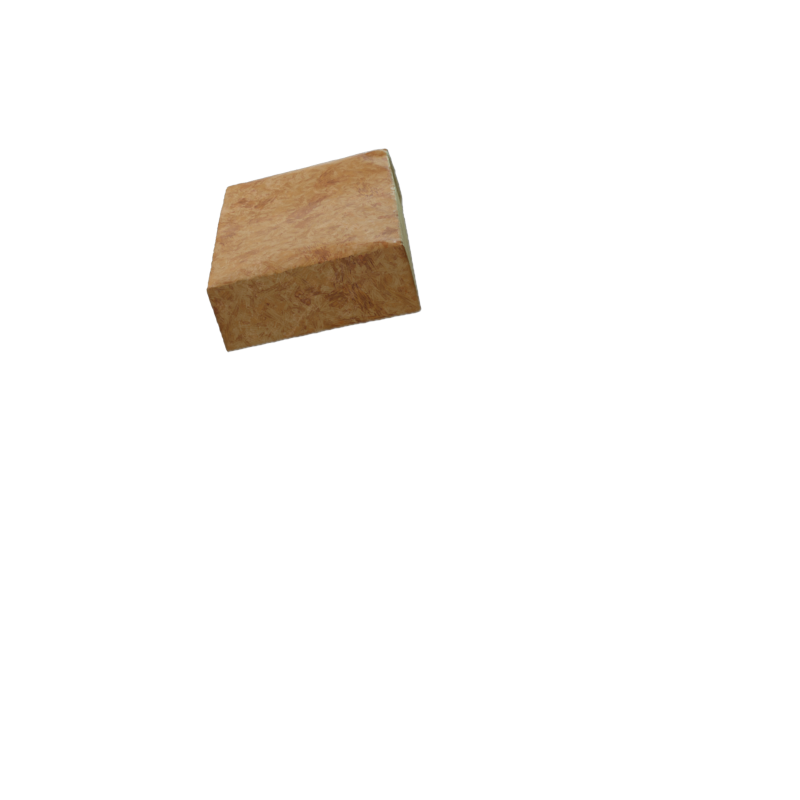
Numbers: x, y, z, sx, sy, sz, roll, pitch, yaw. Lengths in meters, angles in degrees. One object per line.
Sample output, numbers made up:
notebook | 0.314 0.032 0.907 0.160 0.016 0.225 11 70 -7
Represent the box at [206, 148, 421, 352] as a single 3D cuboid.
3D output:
box | -0.076 -0.139 0.971 0.165 0.067 0.227 -13 32 5
